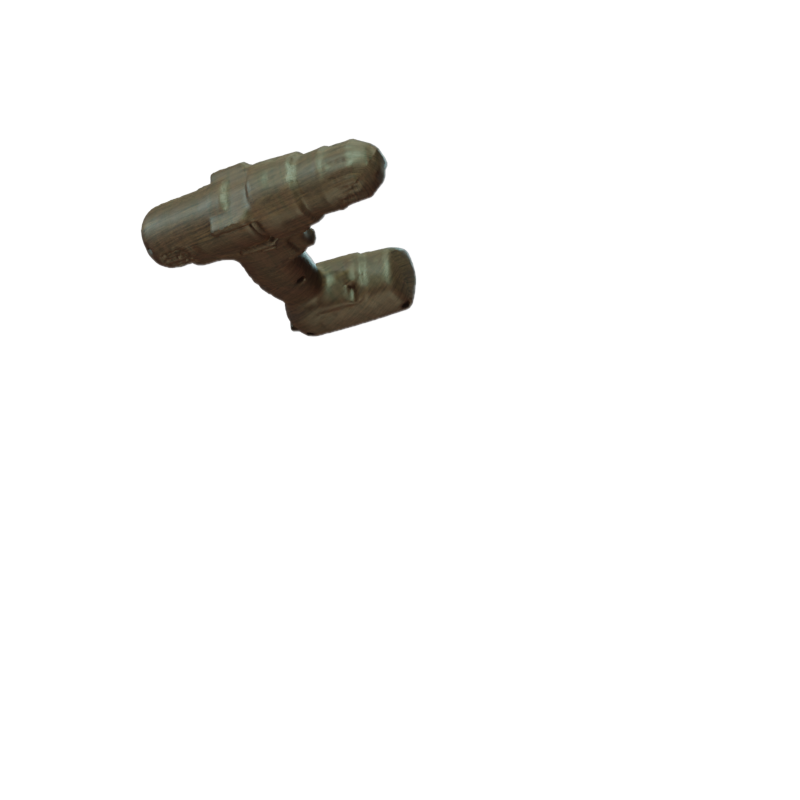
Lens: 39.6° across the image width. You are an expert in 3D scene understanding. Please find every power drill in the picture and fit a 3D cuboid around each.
[{"bbox_3d":[-0.062,-0.113,0.792,0.187,0.061,0.174,-12,-26,26],"label":"power drill"}]
